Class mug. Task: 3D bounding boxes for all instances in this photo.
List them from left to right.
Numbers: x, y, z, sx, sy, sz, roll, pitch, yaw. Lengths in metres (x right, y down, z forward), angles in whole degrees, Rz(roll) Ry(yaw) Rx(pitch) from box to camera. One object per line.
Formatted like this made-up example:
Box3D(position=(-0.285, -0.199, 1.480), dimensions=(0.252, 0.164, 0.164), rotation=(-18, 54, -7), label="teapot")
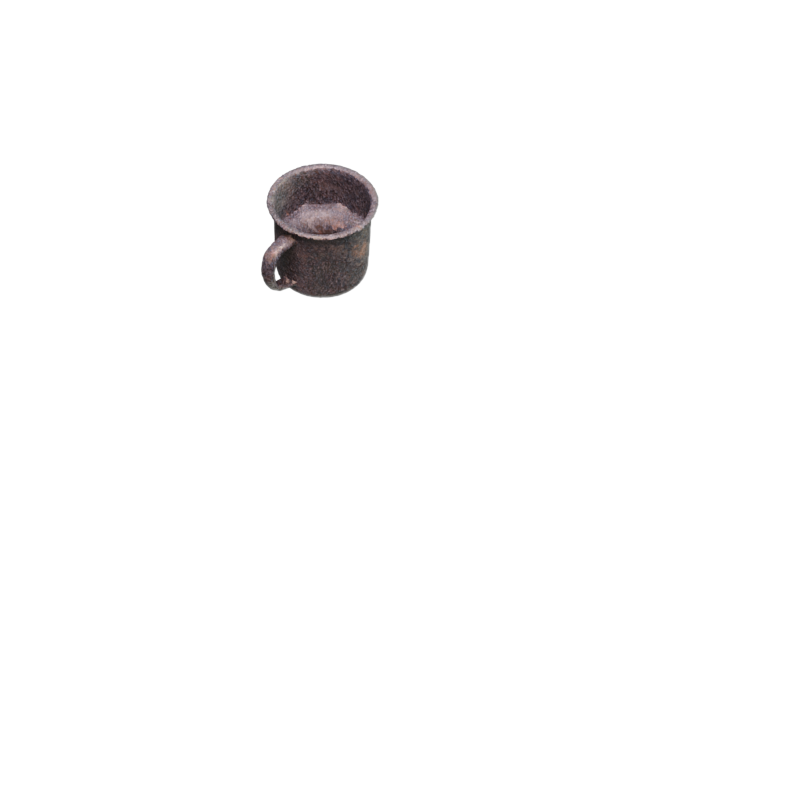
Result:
Box3D(position=(-0.074, -0.135, 0.943), dimensions=(0.098, 0.076, 0.119), rotation=(30, 54, 23), label="mug")
